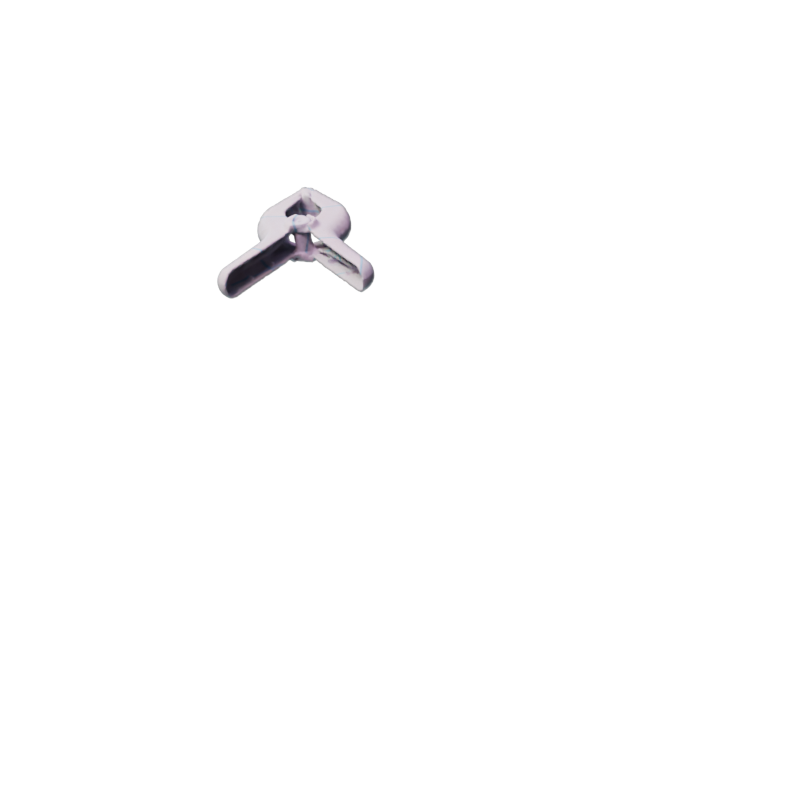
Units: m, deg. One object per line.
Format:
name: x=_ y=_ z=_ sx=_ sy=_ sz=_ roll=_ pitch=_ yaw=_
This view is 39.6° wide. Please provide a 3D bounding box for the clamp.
clamp: x=-0.071 y=-0.130 z=0.911 sx=0.122 sy=0.037 sz=0.180 roll=6 pitch=35 yaw=8
